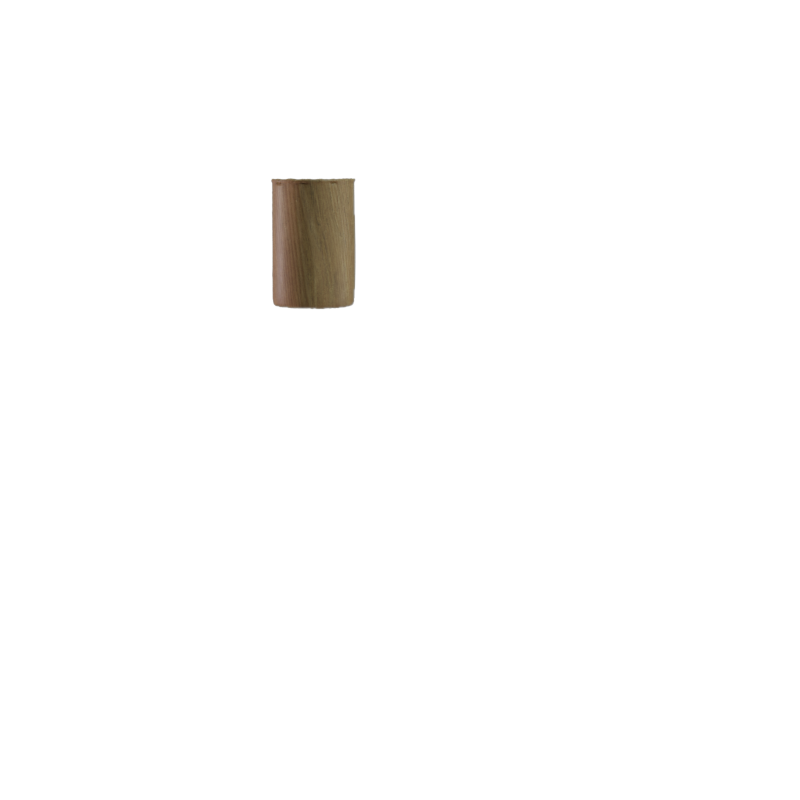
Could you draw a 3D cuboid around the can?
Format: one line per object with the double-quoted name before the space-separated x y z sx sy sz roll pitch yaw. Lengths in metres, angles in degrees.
"can" -0.070 -0.128 0.895 0.068 0.101 0.069 0 6 -2
